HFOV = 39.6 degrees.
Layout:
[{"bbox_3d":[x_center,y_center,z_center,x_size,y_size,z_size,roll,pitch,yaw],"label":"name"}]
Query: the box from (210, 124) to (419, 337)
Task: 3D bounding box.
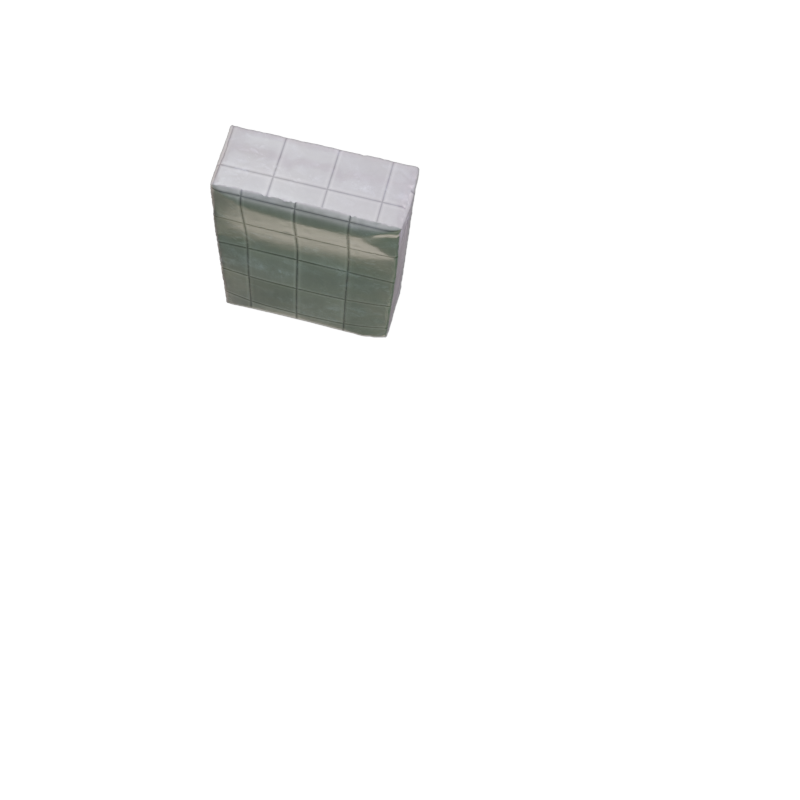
[{"bbox_3d":[-0.077,-0.141,0.989,0.166,0.075,0.202,14,-23,4],"label":"box"}]
